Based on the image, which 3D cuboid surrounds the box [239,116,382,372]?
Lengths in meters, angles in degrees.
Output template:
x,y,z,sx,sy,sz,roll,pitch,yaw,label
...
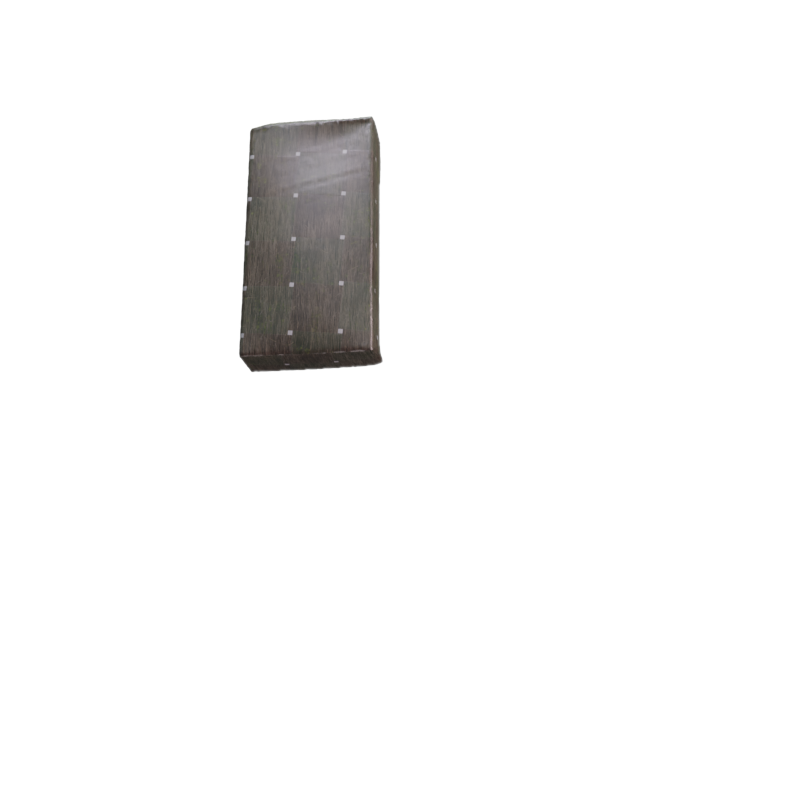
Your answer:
x,y,z,sx,sy,sz,roll,pitch,yaw,label
-0.061,-0.111,0.775,0.094,0.185,0.045,-4,-20,8,box
